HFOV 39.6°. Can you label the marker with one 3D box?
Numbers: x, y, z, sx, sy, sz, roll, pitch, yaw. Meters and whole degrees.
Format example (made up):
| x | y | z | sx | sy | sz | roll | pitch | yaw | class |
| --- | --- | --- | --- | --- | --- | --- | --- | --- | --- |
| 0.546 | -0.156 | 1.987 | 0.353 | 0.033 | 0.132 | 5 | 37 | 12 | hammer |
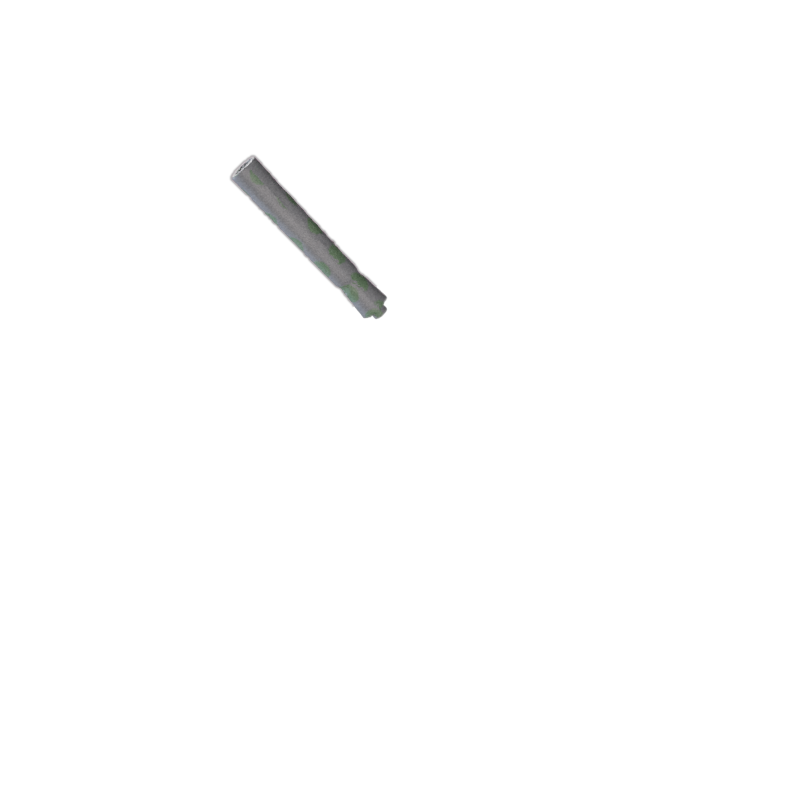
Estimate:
| x | y | z | sx | sy | sz | roll | pitch | yaw | class |
| --- | --- | --- | --- | --- | --- | --- | --- | --- | --- |
| -0.051 | -0.092 | 0.645 | 0.020 | 0.117 | 0.021 | -41 | 13 | 13 | marker |
